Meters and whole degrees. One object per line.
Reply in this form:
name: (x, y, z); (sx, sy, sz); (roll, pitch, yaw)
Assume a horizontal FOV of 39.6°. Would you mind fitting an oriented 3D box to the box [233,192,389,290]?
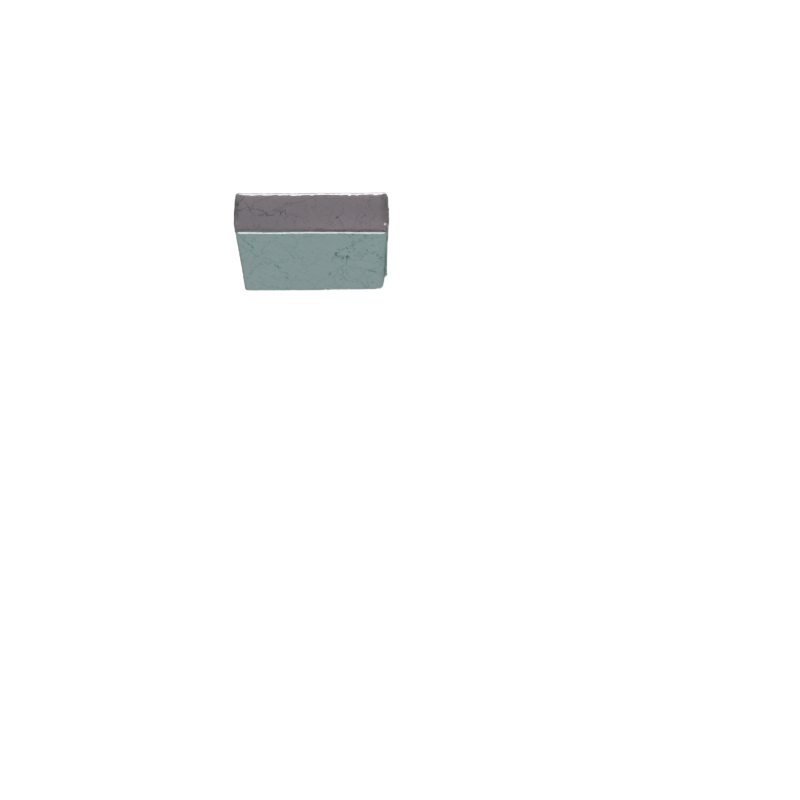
box: (-0.052, -0.094, 0.661); (0.089, 0.032, 0.069); (0, -24, 0)
